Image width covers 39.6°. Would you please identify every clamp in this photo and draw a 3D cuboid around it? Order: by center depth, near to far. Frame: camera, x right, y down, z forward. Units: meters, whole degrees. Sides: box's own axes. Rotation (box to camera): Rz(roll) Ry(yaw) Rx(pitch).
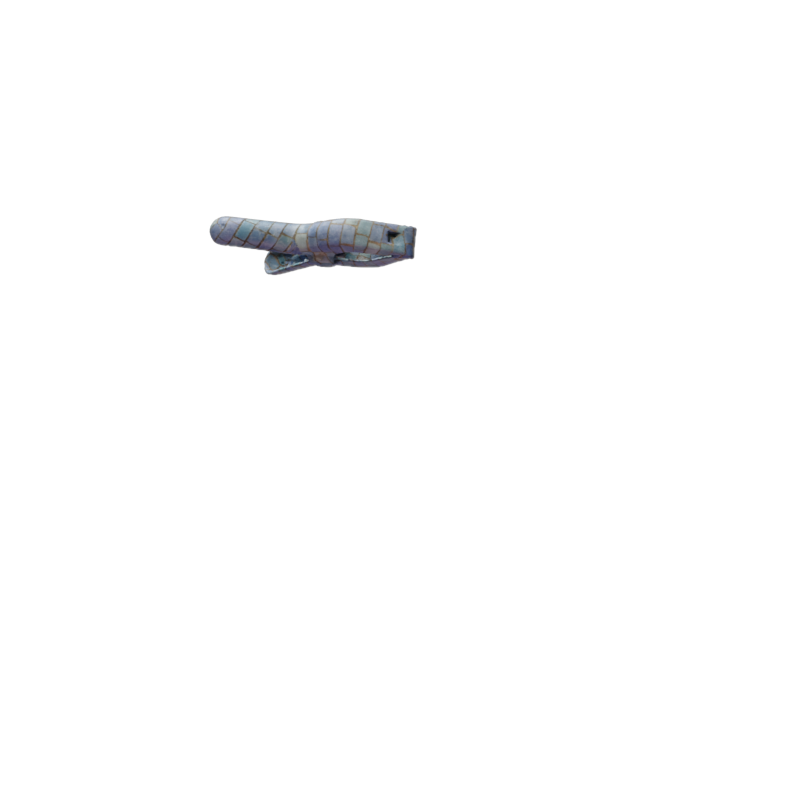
[{"bbox_3d":[-0.074,-0.135,0.948,0.176,0.040,0.114,-3,-5,30],"label":"clamp"}]
